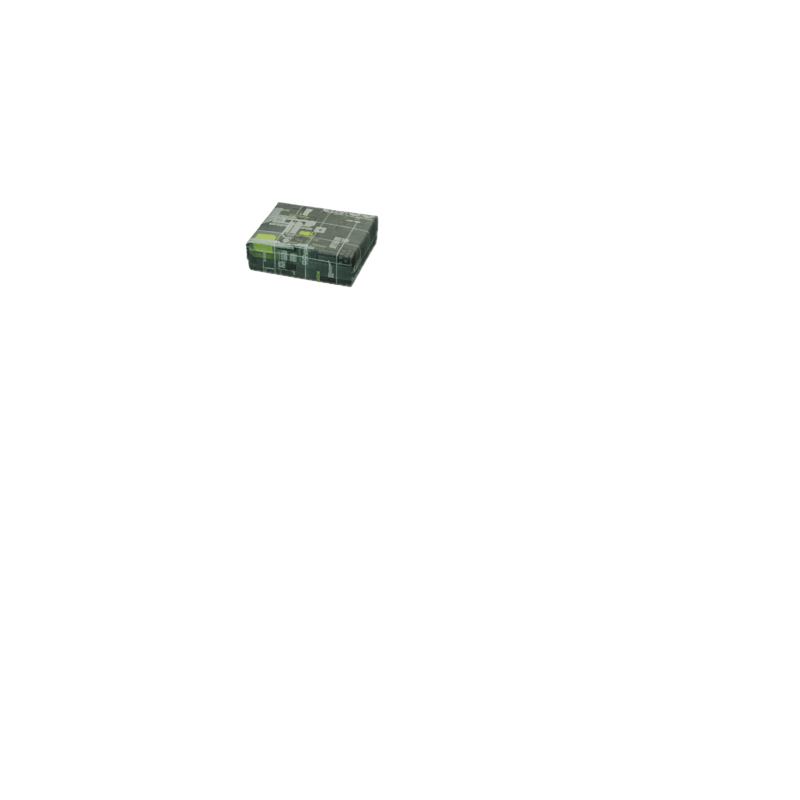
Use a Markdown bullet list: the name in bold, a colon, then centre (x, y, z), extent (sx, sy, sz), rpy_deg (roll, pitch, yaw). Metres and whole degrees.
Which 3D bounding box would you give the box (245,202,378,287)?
- **box**: centre (-0.070, -0.127, 0.890), extent (0.092, 0.028, 0.076), rpy_deg (10, 36, 14)
